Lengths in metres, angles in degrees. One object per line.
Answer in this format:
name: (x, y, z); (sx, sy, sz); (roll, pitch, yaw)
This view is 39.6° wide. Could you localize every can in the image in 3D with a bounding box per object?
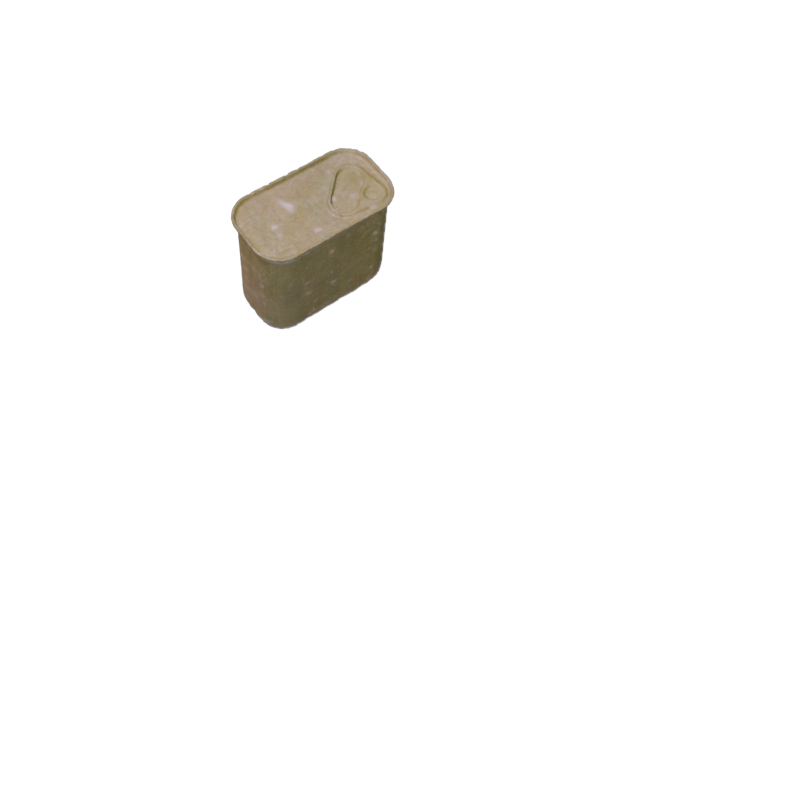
can: (-0.056, -0.103, 0.720); (0.102, 0.061, 0.078); (-32, -26, -20)
